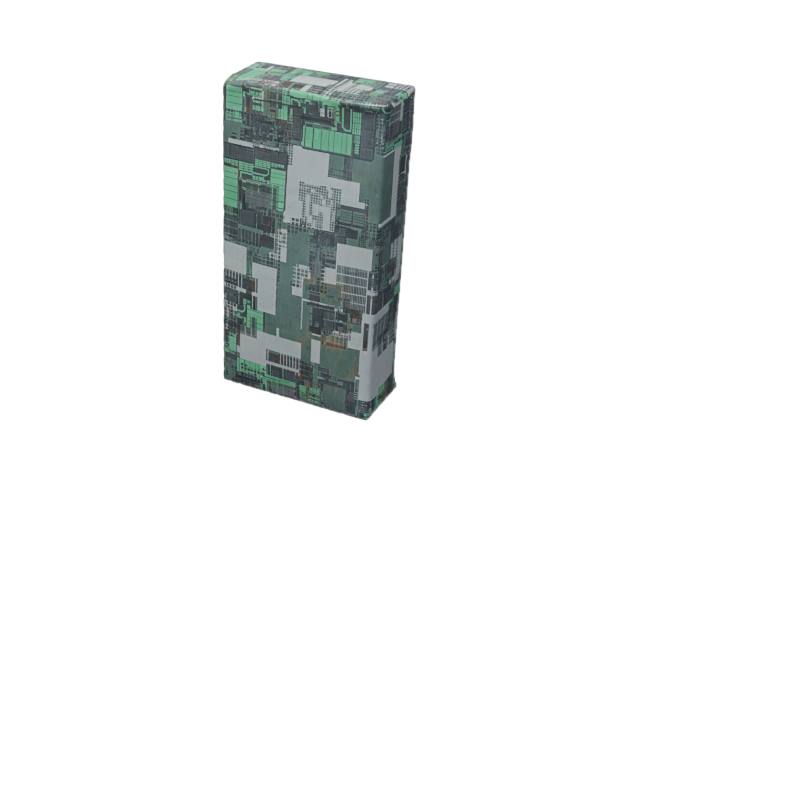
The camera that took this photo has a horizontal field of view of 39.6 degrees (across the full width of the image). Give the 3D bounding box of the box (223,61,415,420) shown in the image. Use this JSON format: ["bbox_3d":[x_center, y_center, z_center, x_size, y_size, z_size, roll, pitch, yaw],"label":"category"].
[{"bbox_3d":[-0.046,-0.084,0.587,0.097,0.166,0.049,14,30,21],"label":"box"}]
